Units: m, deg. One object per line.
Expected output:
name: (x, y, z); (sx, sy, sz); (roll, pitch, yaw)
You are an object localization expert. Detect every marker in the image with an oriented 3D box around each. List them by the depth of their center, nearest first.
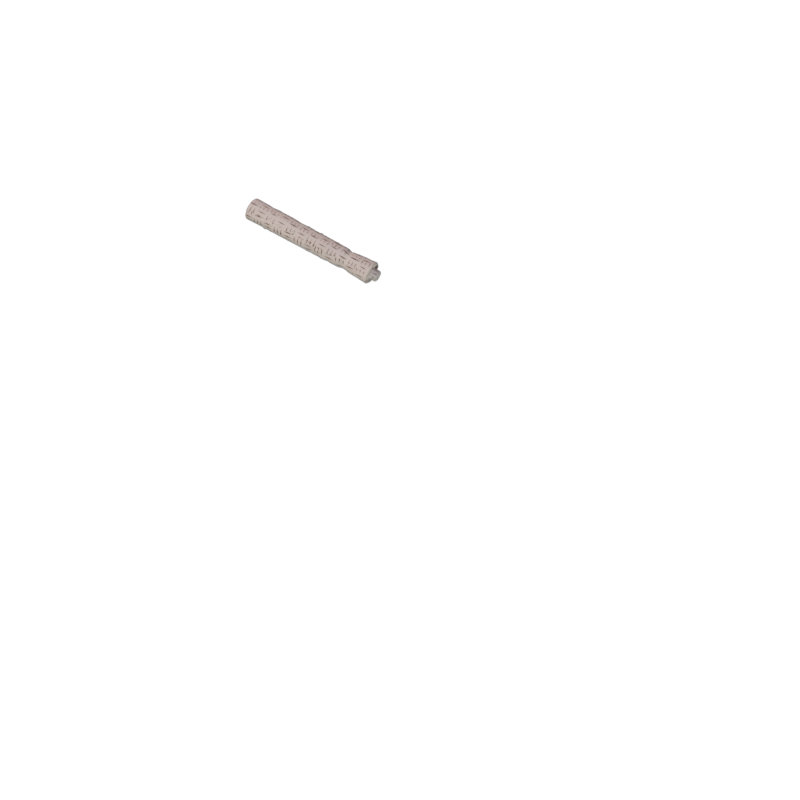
marker: (-0.068, -0.125, 0.875); (0.126, 0.019, 0.019); (30, 13, 19)
